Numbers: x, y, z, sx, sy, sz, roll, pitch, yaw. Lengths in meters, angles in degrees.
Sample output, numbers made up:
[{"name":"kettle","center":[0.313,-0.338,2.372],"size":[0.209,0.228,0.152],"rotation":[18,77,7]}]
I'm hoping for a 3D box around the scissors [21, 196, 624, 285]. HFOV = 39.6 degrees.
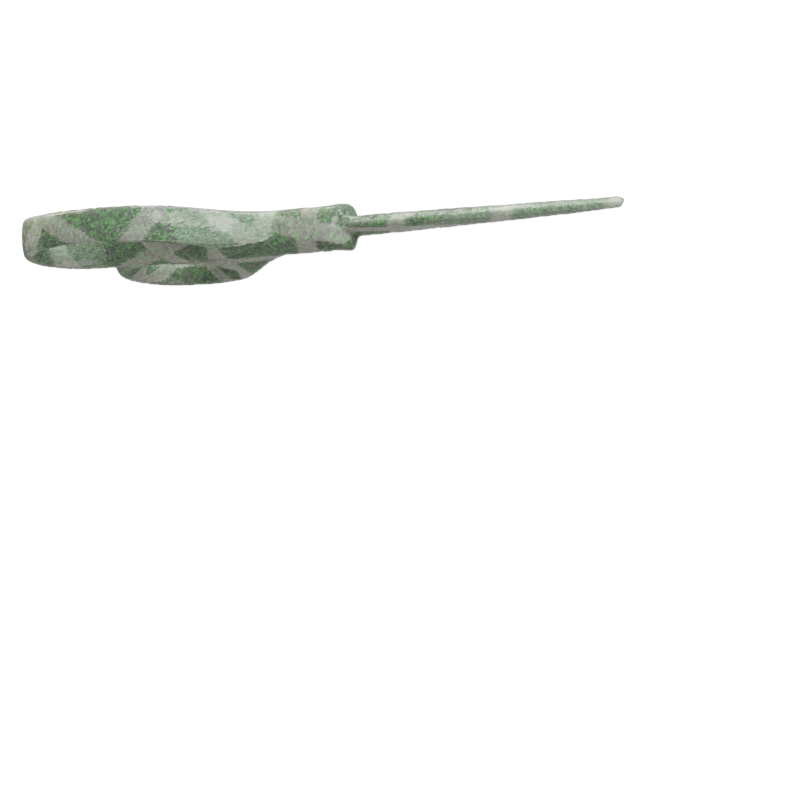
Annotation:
[{"name":"scissors","center":[-0.031,-0.056,0.393],"size":[0.203,0.016,0.094],"rotation":[0,-4,6]}]
